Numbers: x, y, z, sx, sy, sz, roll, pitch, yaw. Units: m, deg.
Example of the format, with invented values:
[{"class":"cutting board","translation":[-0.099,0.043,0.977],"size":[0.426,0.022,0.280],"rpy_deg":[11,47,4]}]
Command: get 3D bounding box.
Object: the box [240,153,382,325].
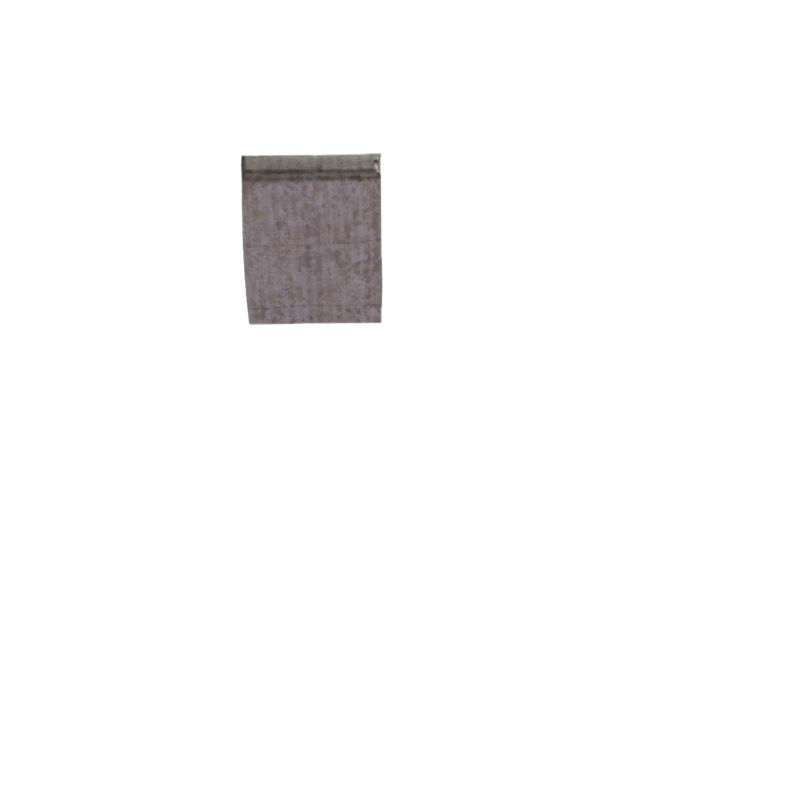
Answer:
[{"class":"box","translation":[-0.056,-0.102,0.715],"size":[0.090,0.106,0.042],"rpy_deg":[0,36,-1]}]
